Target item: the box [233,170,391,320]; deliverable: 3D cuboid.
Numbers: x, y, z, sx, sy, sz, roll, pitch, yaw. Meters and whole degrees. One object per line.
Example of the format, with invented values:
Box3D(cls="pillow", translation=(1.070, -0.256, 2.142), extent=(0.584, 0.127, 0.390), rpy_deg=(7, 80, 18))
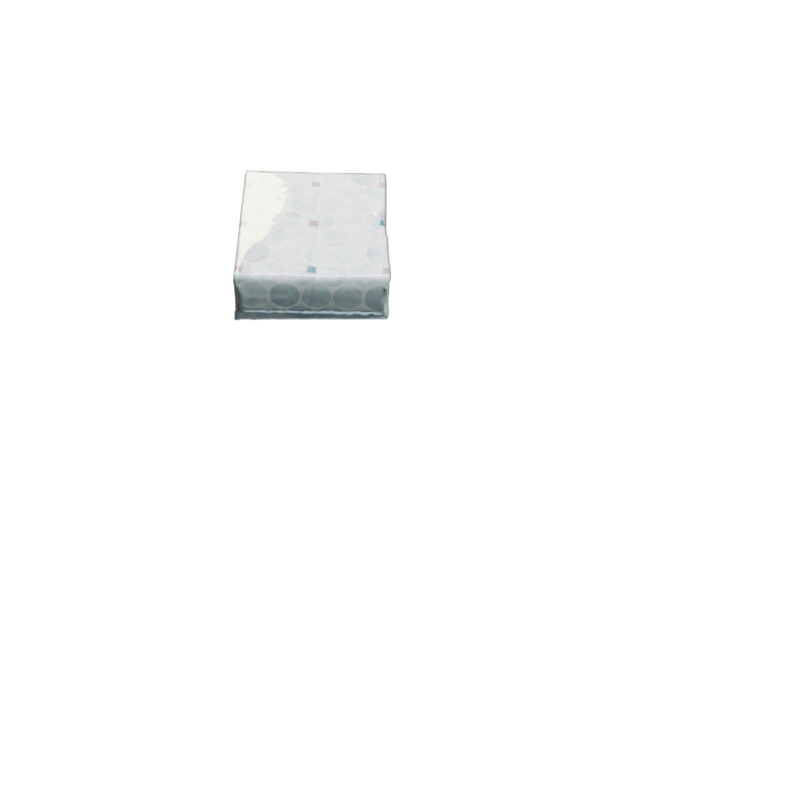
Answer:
Box3D(cls="box", translation=(-0.042, -0.077, 0.542), extent=(0.073, 0.028, 0.096), rpy_deg=(0, 42, 0))
